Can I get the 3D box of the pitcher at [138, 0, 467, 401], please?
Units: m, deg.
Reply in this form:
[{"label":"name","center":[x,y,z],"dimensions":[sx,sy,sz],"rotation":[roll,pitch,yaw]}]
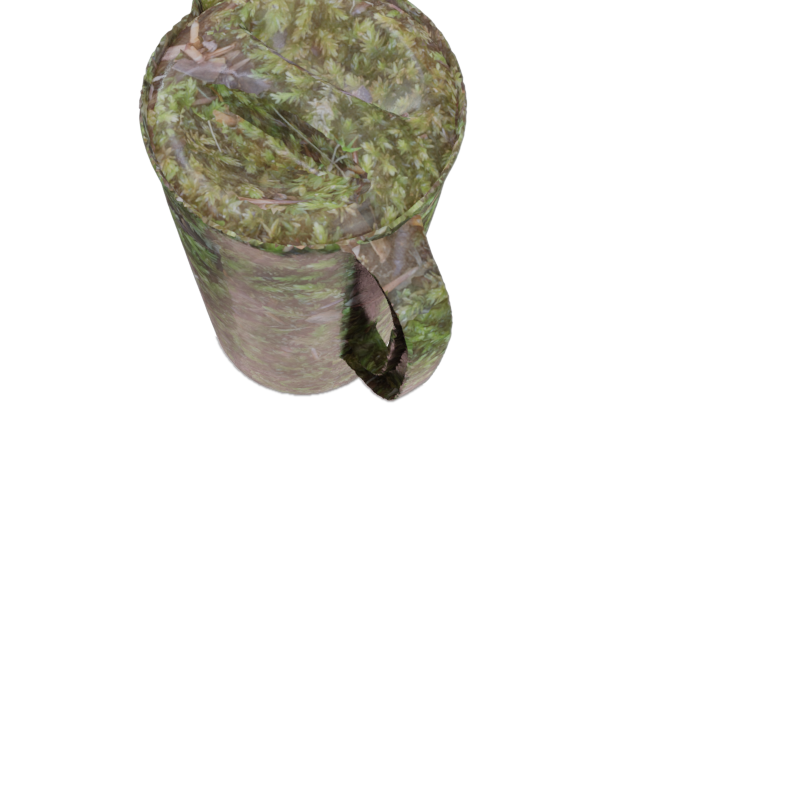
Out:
[{"label":"pitcher","center":[-0.043,-0.078,0.547],"dimensions":[0.146,0.156,0.231],"rotation":[13,-20,2]}]
